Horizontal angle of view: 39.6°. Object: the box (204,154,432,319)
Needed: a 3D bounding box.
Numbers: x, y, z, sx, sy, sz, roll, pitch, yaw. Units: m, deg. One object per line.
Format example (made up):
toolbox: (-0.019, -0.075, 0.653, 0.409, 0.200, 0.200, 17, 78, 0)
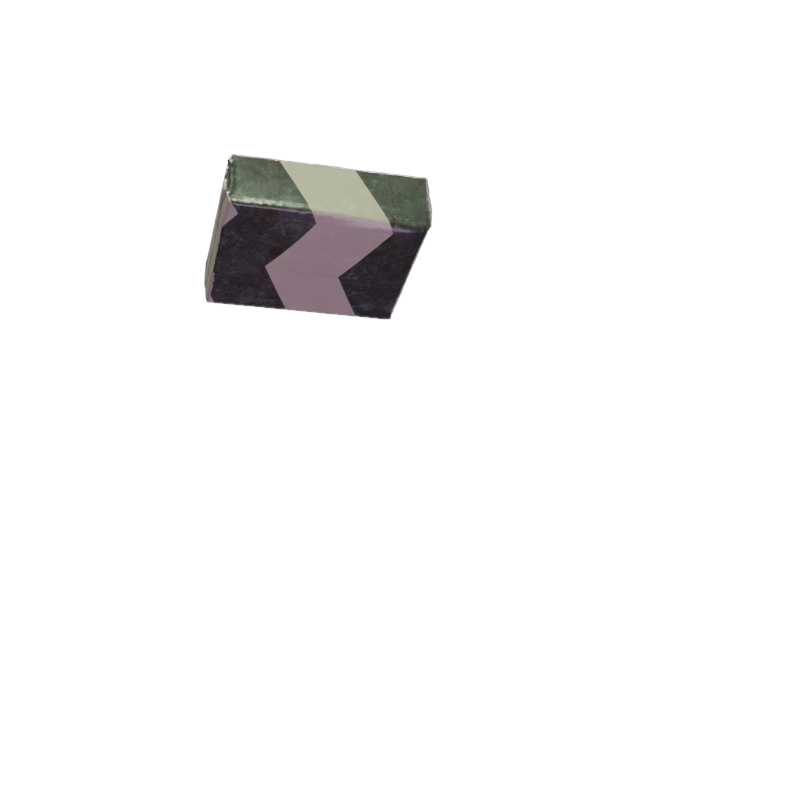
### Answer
box: (-0.048, -0.088, 0.618, 0.112, 0.042, 0.085, 7, -36, -11)
